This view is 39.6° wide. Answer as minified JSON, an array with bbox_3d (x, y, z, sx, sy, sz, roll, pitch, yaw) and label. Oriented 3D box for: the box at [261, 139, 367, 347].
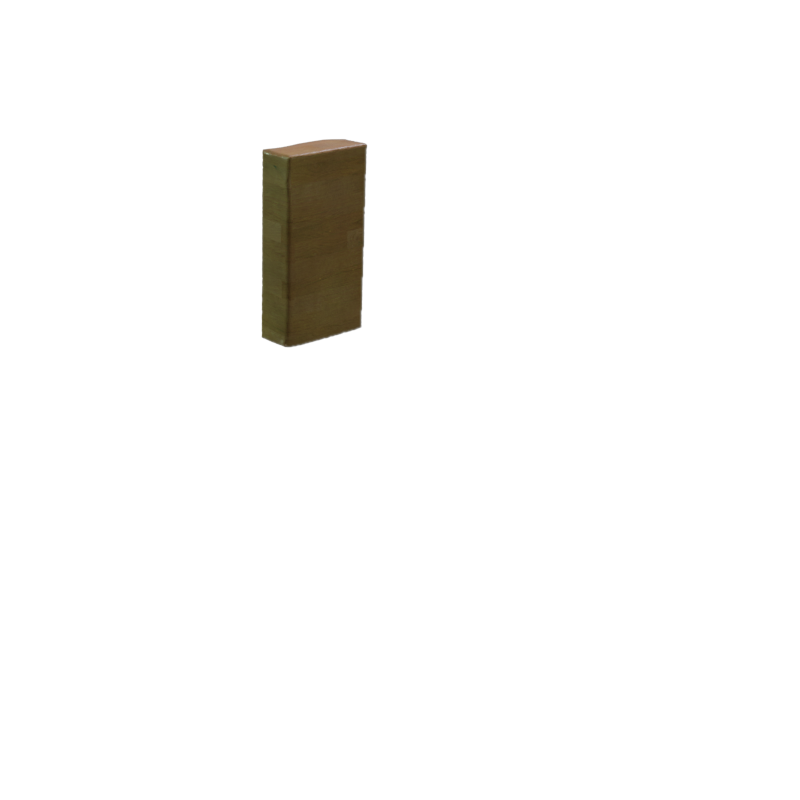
[{"bbox_3d":[-0.078,-0.142,0.995,0.091,0.170,0.051,-14,21,-42],"label":"box"}]
